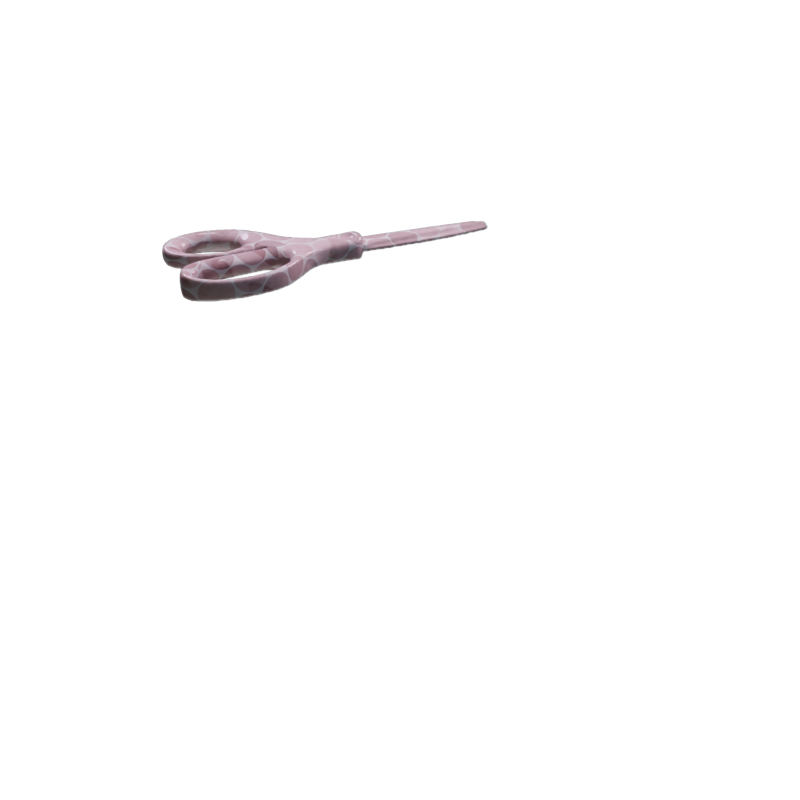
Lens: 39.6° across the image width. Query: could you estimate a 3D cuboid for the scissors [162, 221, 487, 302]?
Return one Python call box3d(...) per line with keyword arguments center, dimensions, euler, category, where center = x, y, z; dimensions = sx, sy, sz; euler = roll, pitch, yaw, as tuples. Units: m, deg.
box3d(center=(-0.051, -0.092, 0.647), dimensions=(0.199, 0.015, 0.102), euler=(-22, 33, -39), category="scissors")
